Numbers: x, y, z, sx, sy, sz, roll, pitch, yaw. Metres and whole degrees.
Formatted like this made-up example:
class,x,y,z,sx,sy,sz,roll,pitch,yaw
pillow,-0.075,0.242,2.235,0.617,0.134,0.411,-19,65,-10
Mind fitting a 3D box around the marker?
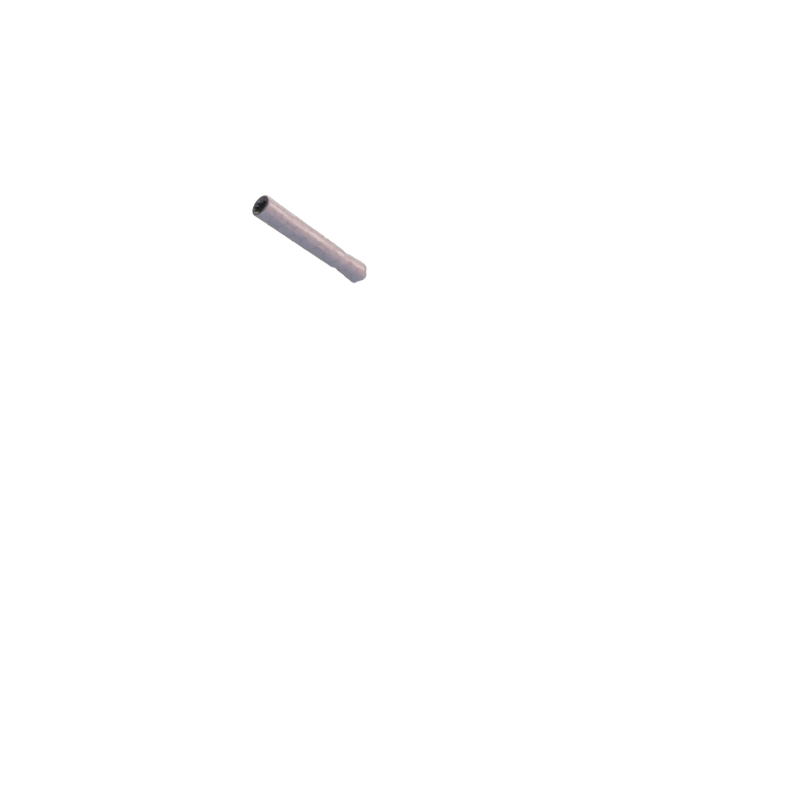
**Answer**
class,x,y,z,sx,sy,sz,roll,pitch,yaw
marker,-0.070,-0.128,0.897,0.113,0.020,0.021,32,-17,-36
